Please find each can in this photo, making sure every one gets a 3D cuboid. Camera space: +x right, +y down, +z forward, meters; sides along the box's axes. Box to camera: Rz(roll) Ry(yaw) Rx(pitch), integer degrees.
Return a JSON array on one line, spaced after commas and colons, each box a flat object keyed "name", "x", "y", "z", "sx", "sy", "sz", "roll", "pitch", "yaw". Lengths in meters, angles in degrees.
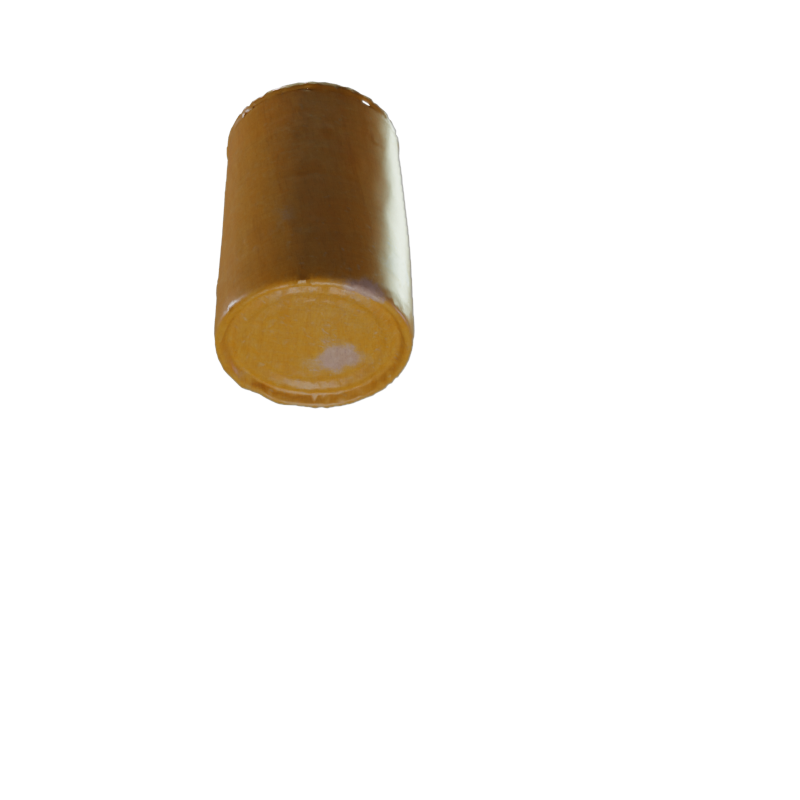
[{"name": "can", "x": -0.031, "y": -0.057, "z": 0.400, "sx": 0.068, "sy": 0.110, "sz": 0.064, "roll": -1, "pitch": -42, "yaw": -3}]
